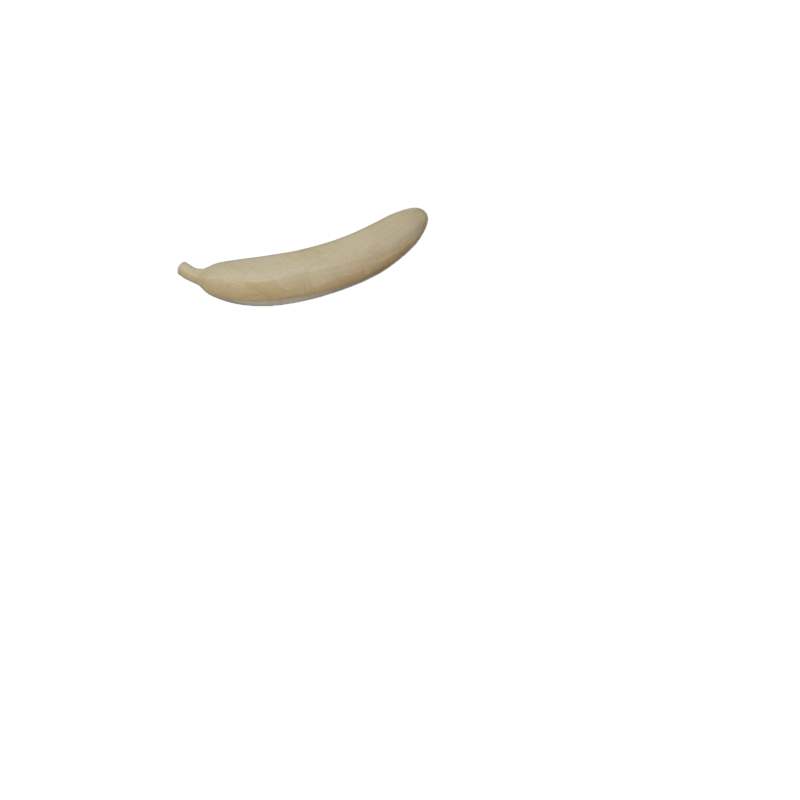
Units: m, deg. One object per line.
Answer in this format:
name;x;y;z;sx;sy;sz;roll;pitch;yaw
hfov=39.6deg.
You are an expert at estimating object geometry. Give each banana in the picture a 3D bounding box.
banana;-0.063;-0.105;0.821;0.196;0.034;0.075;-13;47;-13
